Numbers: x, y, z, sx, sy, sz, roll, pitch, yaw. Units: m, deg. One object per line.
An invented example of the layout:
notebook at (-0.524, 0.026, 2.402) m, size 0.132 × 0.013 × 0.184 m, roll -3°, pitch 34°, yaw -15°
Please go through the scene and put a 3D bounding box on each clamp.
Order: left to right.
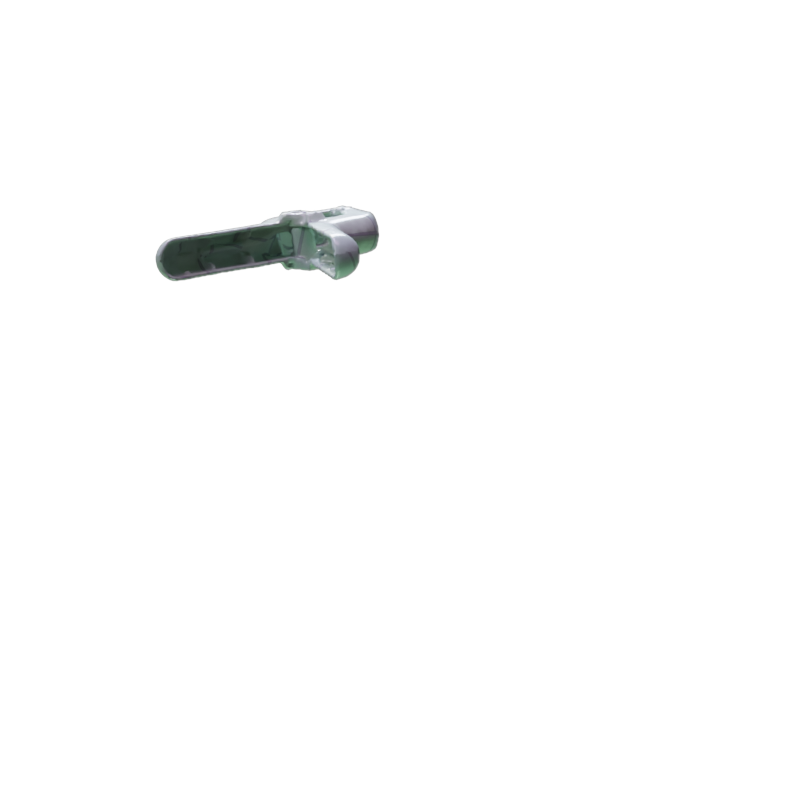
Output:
clamp at (-0.053, -0.096, 0.672) m, size 0.125 × 0.038 × 0.171 m, roll 10°, pitch 21°, yaw 26°
